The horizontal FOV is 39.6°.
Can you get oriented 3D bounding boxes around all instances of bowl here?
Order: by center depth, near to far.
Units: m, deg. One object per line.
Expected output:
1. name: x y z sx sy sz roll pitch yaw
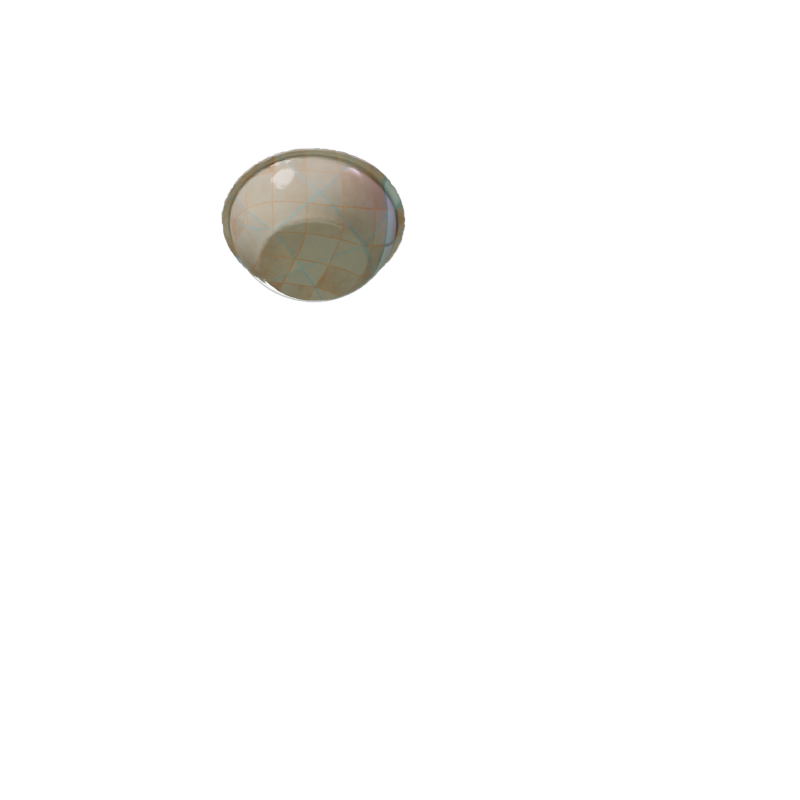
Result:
1. bowl: -0.075 -0.136 0.956 0.162 0.151 0.059 1 43 -1
